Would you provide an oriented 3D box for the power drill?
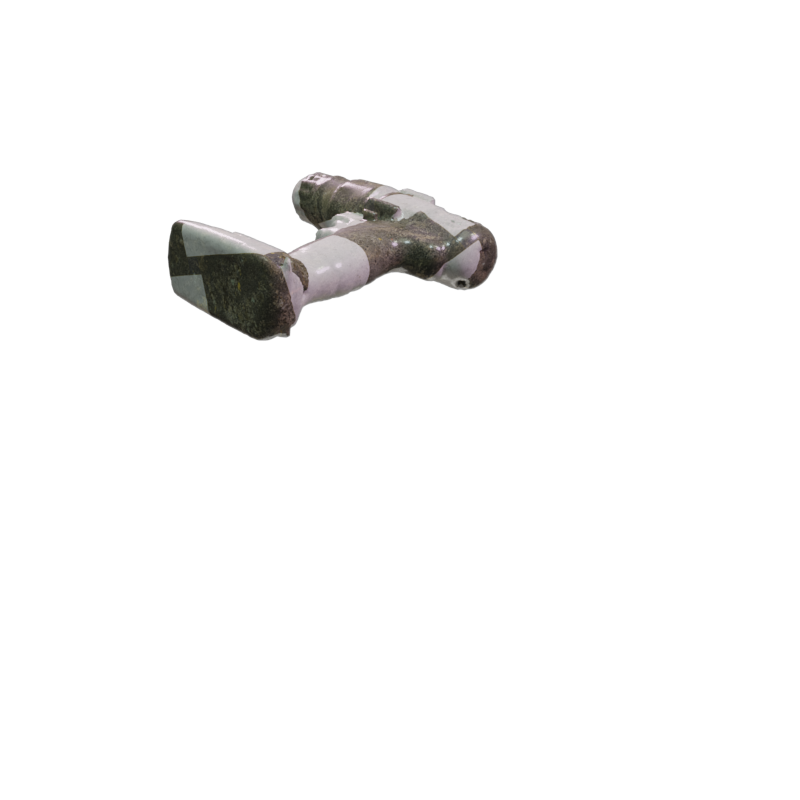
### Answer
[{"bbox_3d":[-0.058,-0.106,0.740,0.185,0.055,0.196,-22,34,-38],"label":"power drill"}]
